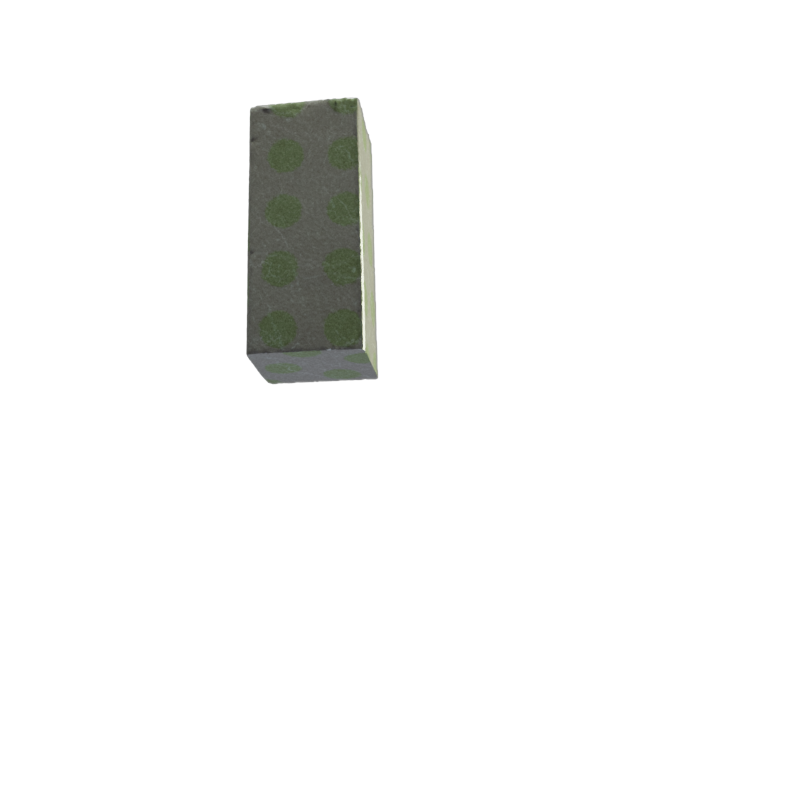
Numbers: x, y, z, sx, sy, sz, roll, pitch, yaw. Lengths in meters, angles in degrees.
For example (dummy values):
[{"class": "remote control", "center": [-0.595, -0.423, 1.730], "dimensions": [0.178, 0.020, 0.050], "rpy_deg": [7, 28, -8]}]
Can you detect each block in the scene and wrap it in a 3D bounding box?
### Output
[{"class": "block", "center": [-0.069, -0.126, 0.880], "dimensions": [0.091, 0.216, 0.085], "rpy_deg": [-4, -20, 7]}]
